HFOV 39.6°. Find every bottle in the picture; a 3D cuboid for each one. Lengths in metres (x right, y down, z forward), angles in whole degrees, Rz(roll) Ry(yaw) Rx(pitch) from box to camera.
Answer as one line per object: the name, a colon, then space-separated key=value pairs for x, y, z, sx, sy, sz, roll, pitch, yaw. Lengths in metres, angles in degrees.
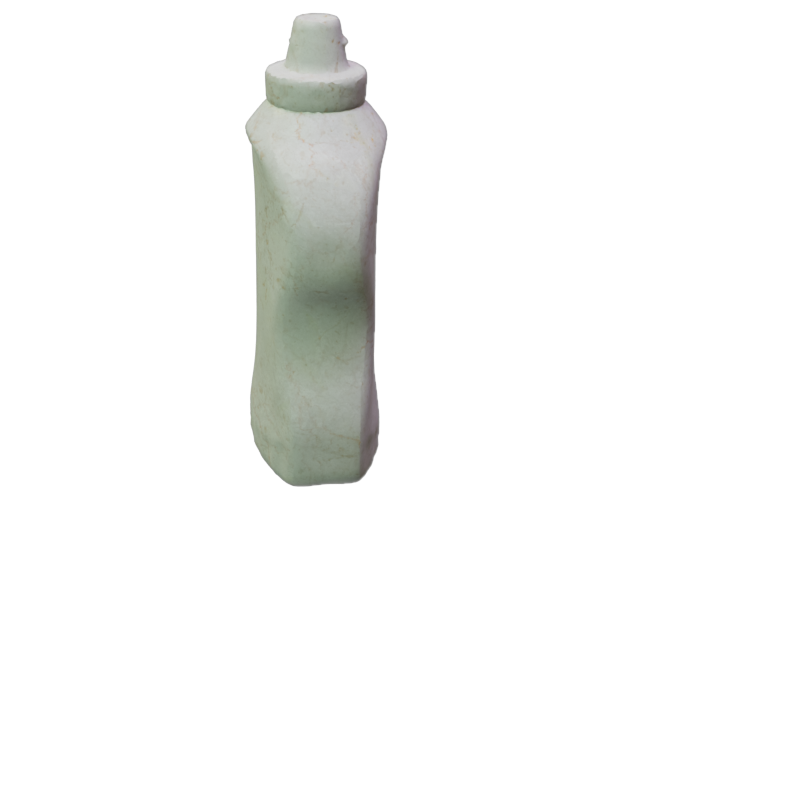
bottle: x=-0.036 y=-0.067 z=0.472 sx=0.058 sy=0.182 sz=0.102 roll=-2 pitch=26 yaw=-8
